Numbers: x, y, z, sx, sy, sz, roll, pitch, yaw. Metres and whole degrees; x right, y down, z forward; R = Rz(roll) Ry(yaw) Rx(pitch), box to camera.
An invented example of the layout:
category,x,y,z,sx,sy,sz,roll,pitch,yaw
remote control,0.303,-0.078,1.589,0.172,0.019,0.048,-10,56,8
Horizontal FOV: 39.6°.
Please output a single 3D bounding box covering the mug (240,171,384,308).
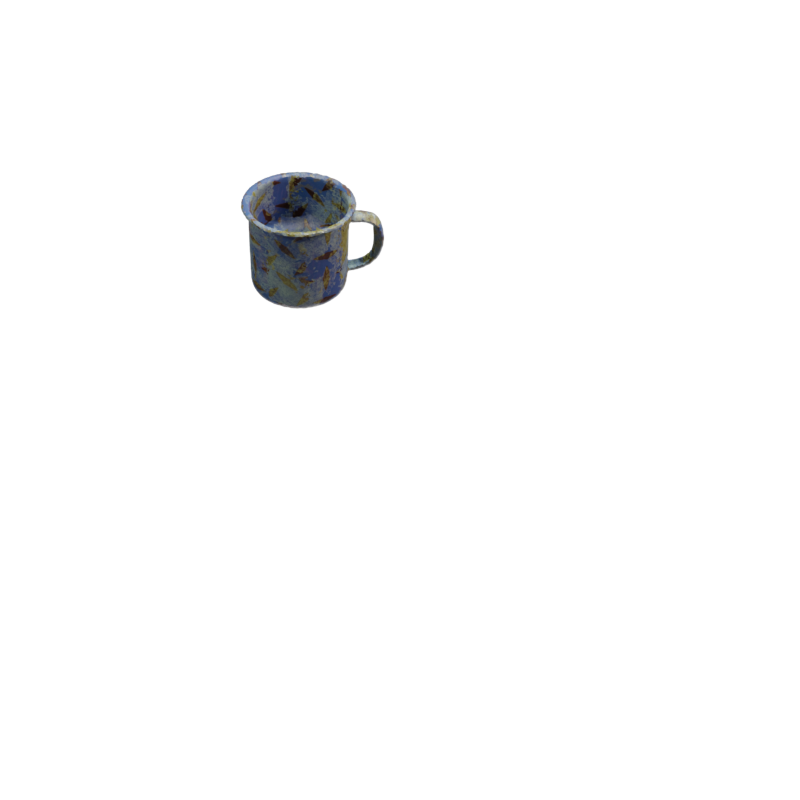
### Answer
category,x,y,z,sx,sy,sz,roll,pitch,yaw
mug,-0.072,-0.131,0.919,0.116,0.076,0.100,-4,40,-6
